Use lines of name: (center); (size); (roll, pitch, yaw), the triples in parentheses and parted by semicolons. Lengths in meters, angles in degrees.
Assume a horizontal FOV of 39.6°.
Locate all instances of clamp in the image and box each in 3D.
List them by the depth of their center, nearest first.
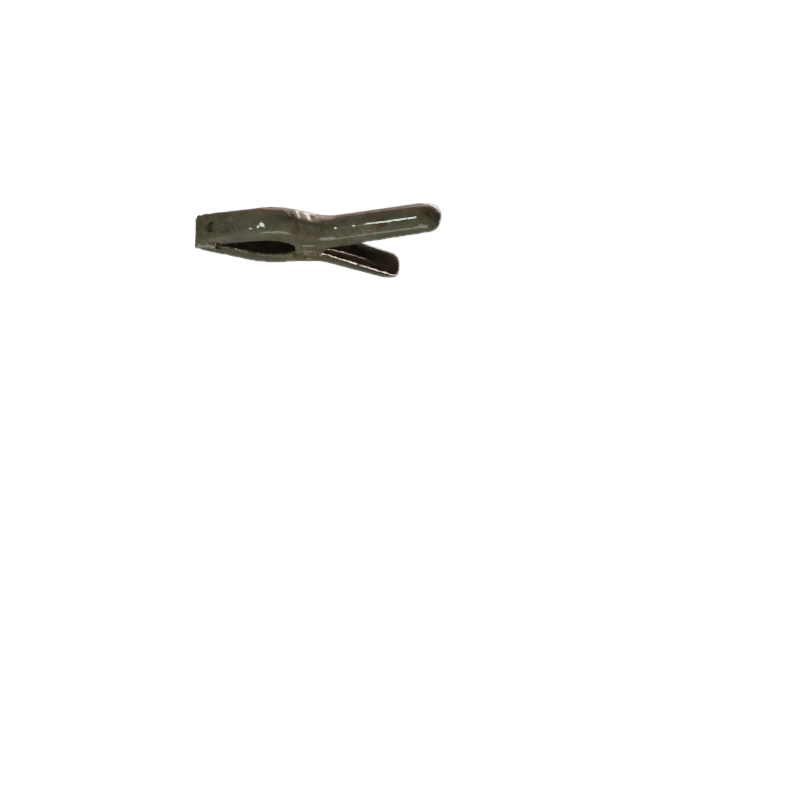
clamp: (-0.078, -0.143, 1.000); (0.209, 0.038, 0.159); (1, -12, -4)
